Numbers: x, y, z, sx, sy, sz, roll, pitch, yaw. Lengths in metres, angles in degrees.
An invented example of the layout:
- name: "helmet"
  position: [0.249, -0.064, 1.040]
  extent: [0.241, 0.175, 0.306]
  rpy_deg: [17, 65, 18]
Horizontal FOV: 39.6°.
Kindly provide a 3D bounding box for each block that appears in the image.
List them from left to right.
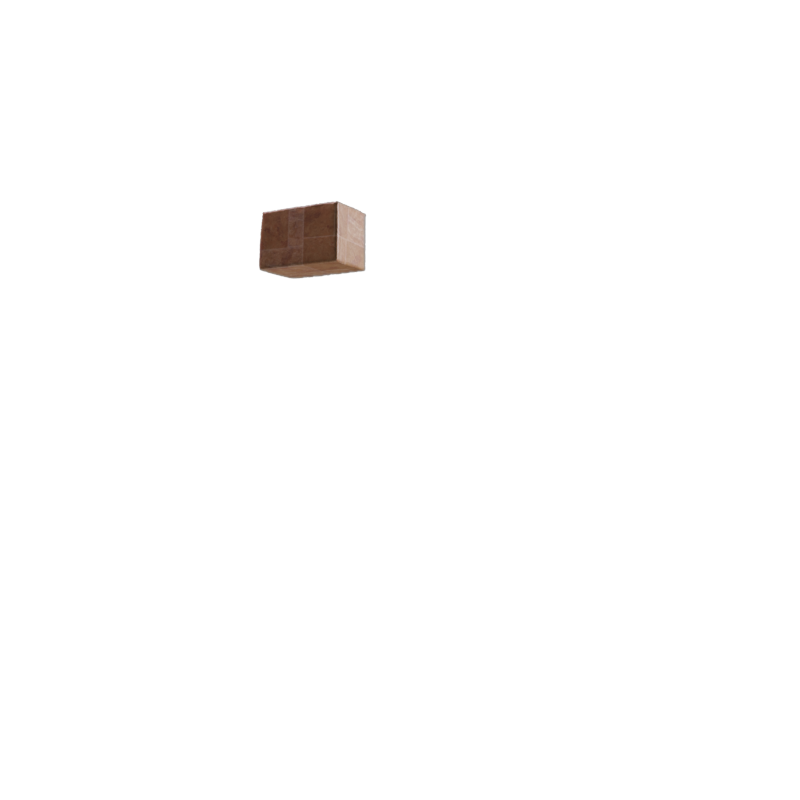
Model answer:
- name: "block"
  position: [-0.074, -0.136, 0.949]
  extent: [0.080, 0.053, 0.050]
  rpy_deg: [-4, -9, 29]
